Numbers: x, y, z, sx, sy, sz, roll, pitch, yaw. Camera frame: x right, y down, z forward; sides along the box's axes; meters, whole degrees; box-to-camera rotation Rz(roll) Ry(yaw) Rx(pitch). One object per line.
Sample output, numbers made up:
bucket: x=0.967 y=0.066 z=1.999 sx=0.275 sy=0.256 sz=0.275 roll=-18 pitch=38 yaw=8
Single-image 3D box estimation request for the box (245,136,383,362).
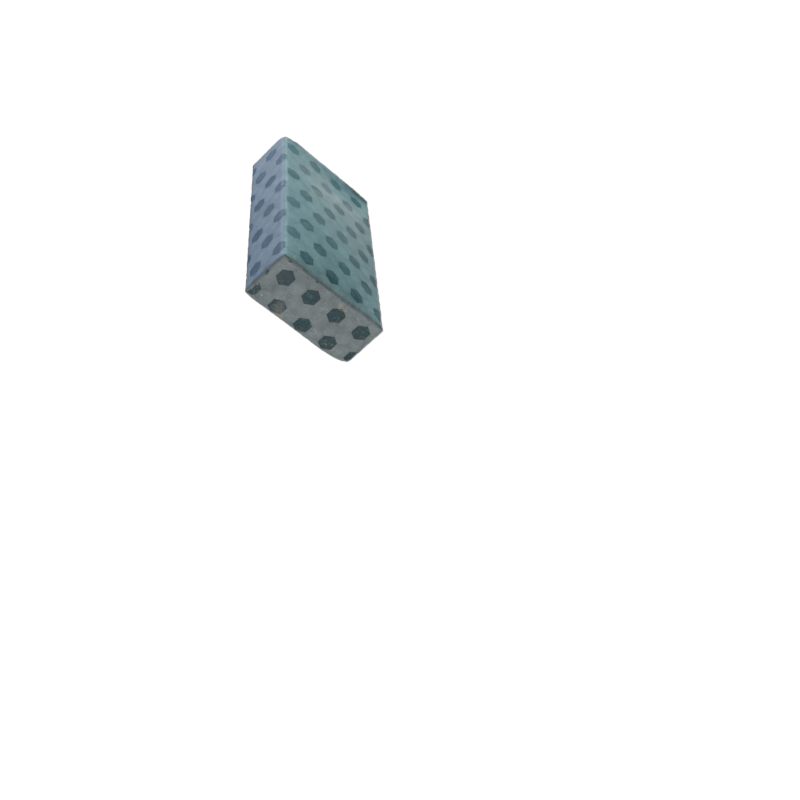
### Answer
box: x=-0.062 y=-0.114 z=0.798 sx=0.088 sy=0.189 sz=0.047 roll=35 pitch=-61 yaw=-27
